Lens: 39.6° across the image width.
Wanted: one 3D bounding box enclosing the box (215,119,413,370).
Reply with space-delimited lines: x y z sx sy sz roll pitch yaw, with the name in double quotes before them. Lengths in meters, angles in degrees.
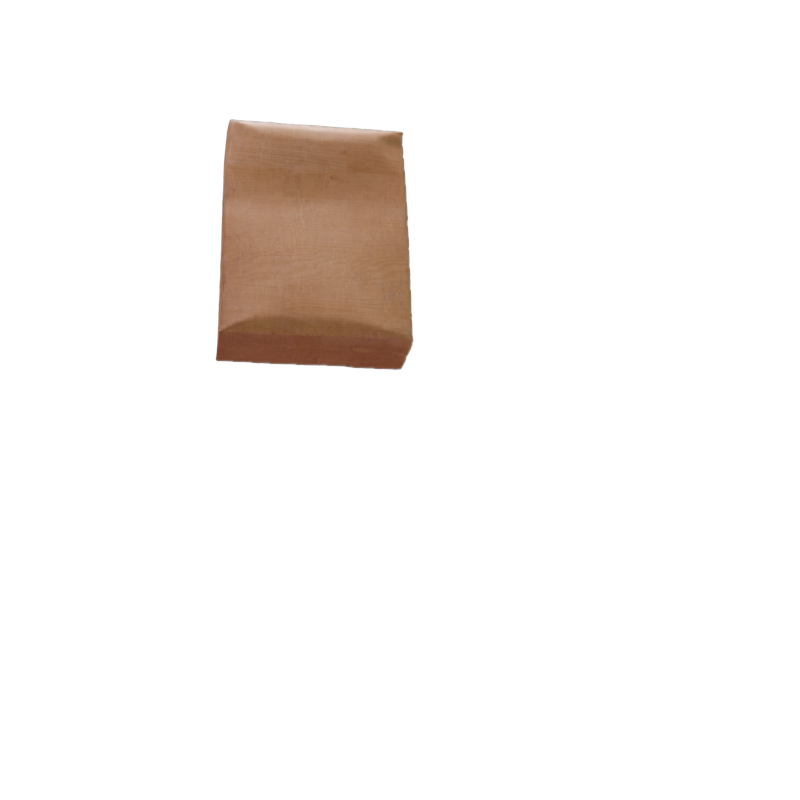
"box" -0.076 -0.139 0.976 0.162 0.227 0.068 2 -27 -8
